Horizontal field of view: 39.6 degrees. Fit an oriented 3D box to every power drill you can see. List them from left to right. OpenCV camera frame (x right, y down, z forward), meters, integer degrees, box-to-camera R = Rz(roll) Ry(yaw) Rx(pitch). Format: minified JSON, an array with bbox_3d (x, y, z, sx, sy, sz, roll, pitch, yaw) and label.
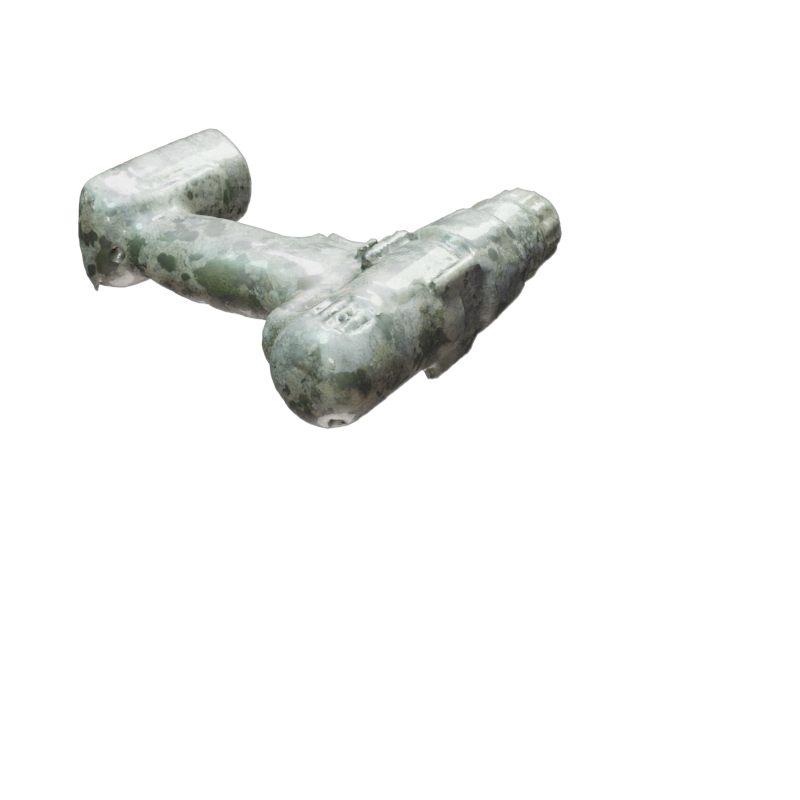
[{"bbox_3d":[-0.040,-0.073,0.512,0.198,0.054,0.185,22,38,30],"label":"power drill"}]
